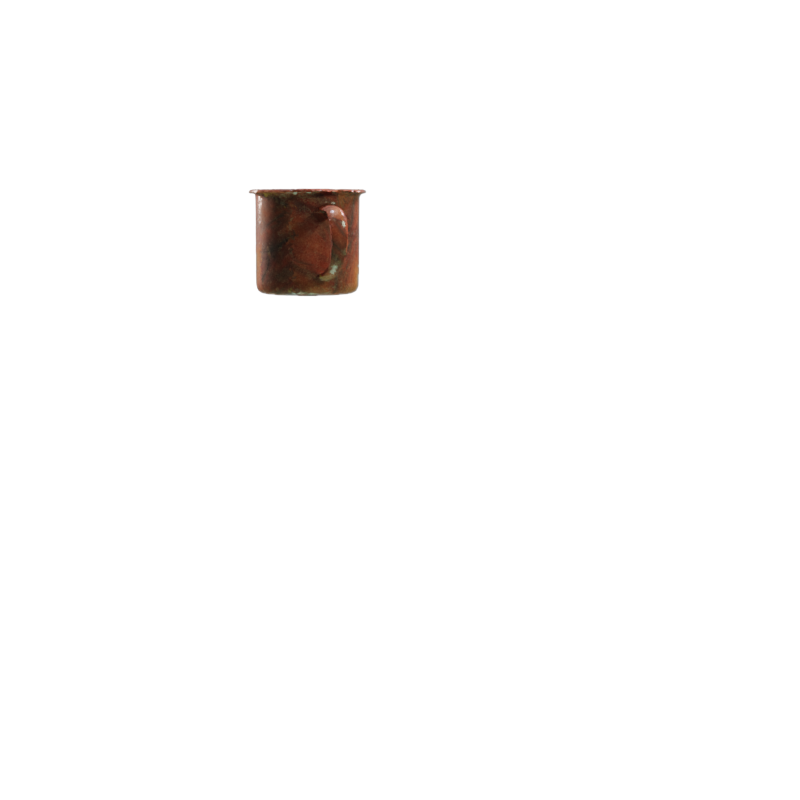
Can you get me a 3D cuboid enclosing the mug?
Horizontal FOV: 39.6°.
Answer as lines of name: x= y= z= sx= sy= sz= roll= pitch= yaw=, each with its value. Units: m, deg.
mug: x=-0.068 y=-0.124 z=0.866 sx=0.091 sy=0.081 sz=0.122 roll=-3 pitch=8 yaw=-26
